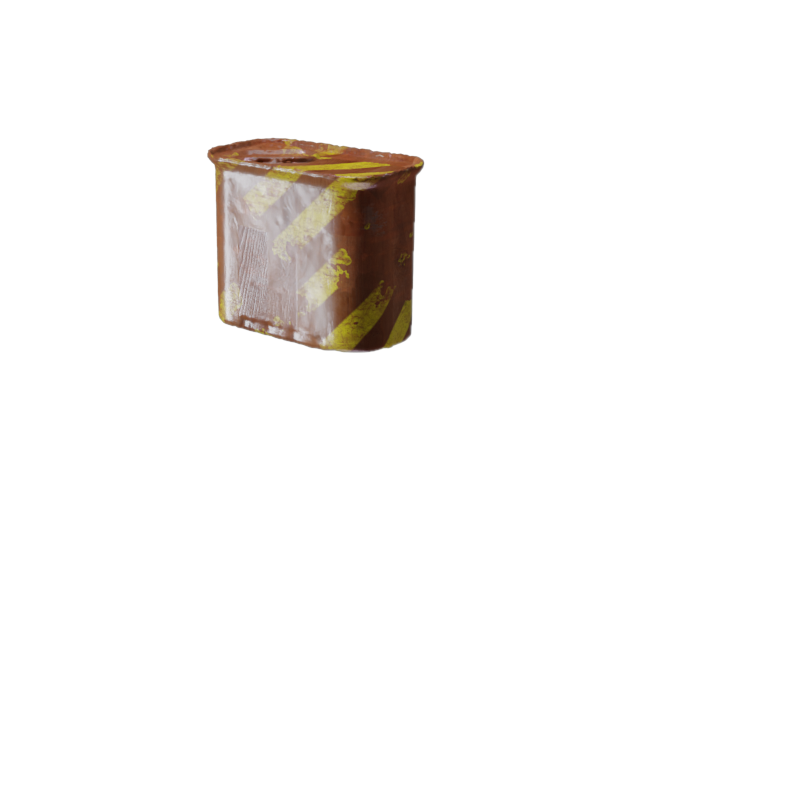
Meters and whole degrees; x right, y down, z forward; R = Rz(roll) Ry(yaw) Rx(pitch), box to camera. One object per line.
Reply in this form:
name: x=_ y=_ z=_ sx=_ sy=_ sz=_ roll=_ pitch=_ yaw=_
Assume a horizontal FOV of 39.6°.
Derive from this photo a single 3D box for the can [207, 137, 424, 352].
can: x=-0.041 y=-0.075 z=0.522 sx=0.107 sy=0.080 sz=0.057 roll=15 pitch=23 yaw=34
